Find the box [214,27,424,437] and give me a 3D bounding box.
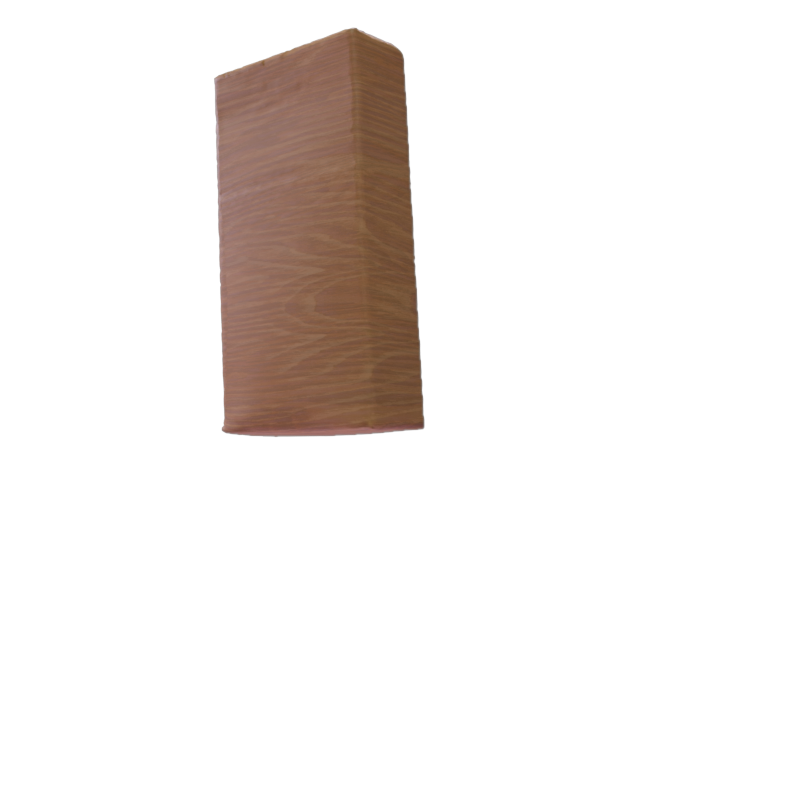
[{"bbox_3d":[-0.040,-0.073,0.513,0.096,0.181,0.045,-9,-14,39],"label":"box"}]
